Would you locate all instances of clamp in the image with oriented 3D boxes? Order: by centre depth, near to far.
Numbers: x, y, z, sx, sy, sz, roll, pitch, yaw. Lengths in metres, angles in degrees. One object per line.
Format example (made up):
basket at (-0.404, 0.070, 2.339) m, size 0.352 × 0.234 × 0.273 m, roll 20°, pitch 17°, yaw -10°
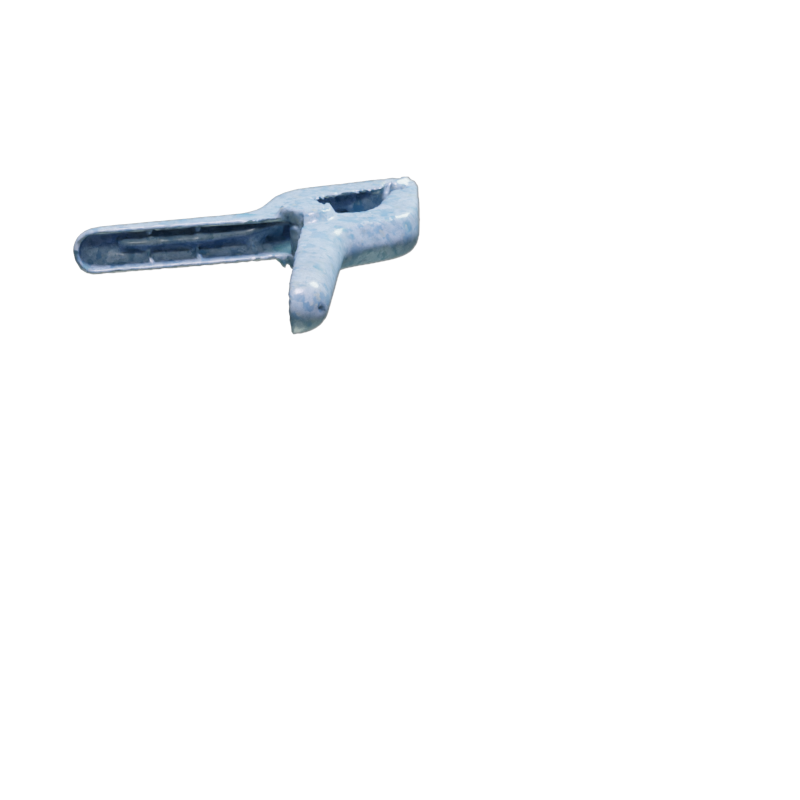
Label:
clamp at (-0.047, -0.087, 0.606) m, size 0.175 × 0.035 × 0.207 m, roll 22°, pitch 32°, yaw 40°
